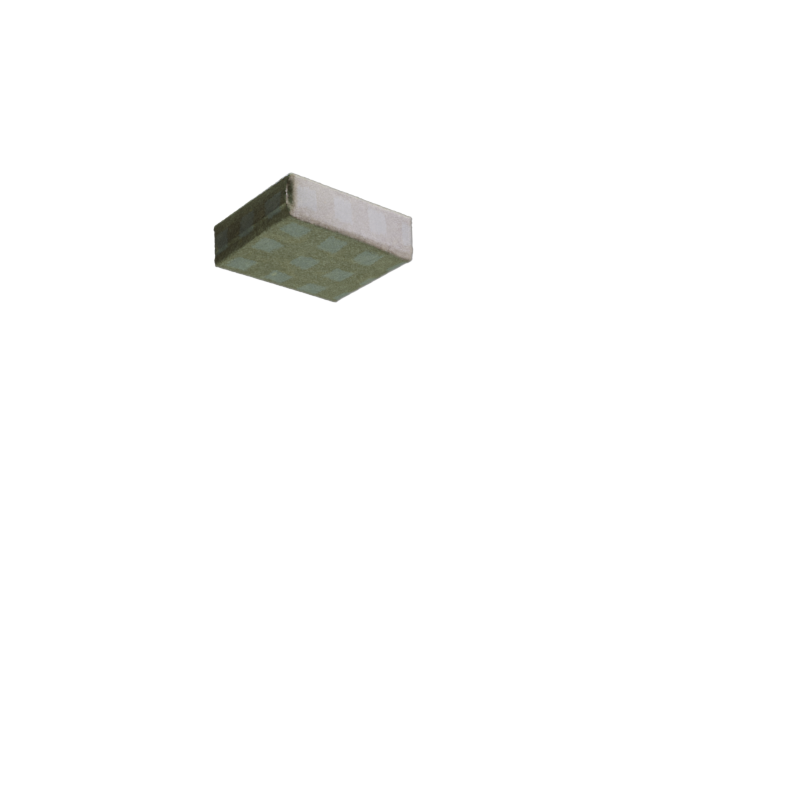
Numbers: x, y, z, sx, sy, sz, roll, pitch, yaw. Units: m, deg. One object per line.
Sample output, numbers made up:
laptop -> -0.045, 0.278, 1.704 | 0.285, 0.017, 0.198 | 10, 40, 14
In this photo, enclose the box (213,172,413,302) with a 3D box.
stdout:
box -> -0.061, -0.111, 0.775 | 0.107, 0.041, 0.090 | 17, -28, -37
